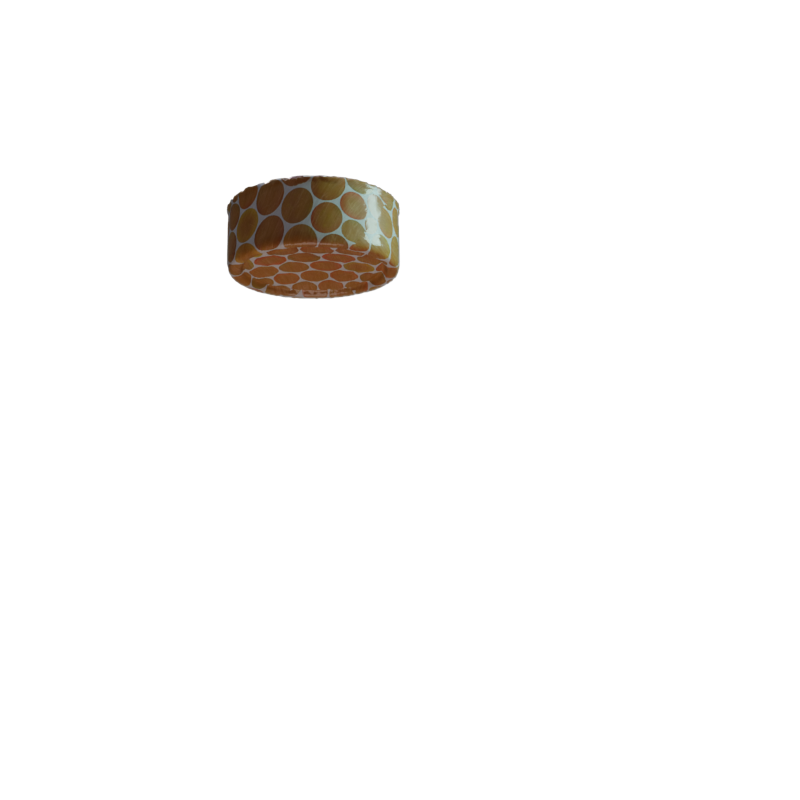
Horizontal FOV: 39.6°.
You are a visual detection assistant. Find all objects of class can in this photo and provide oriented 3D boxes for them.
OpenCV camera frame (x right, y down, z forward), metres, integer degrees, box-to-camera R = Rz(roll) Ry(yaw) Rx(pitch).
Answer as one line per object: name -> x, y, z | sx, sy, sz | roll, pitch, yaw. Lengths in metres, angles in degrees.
can -> -0.043, -0.078, 0.545 | 0.086, 0.035, 0.083 | 0, -14, -2
